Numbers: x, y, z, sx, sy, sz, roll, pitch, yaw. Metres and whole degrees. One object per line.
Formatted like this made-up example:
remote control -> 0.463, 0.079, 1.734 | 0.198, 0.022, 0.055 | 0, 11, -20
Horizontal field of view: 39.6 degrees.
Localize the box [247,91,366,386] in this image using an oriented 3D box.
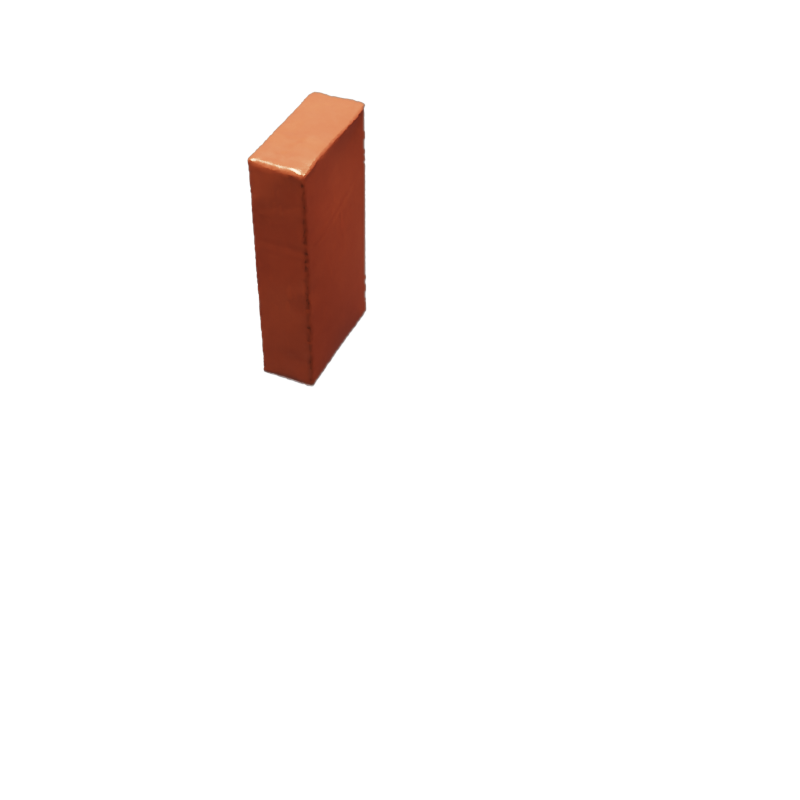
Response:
box -> -0.058, -0.105, 0.739 | 0.050, 0.164, 0.097 | 18, 44, 15
